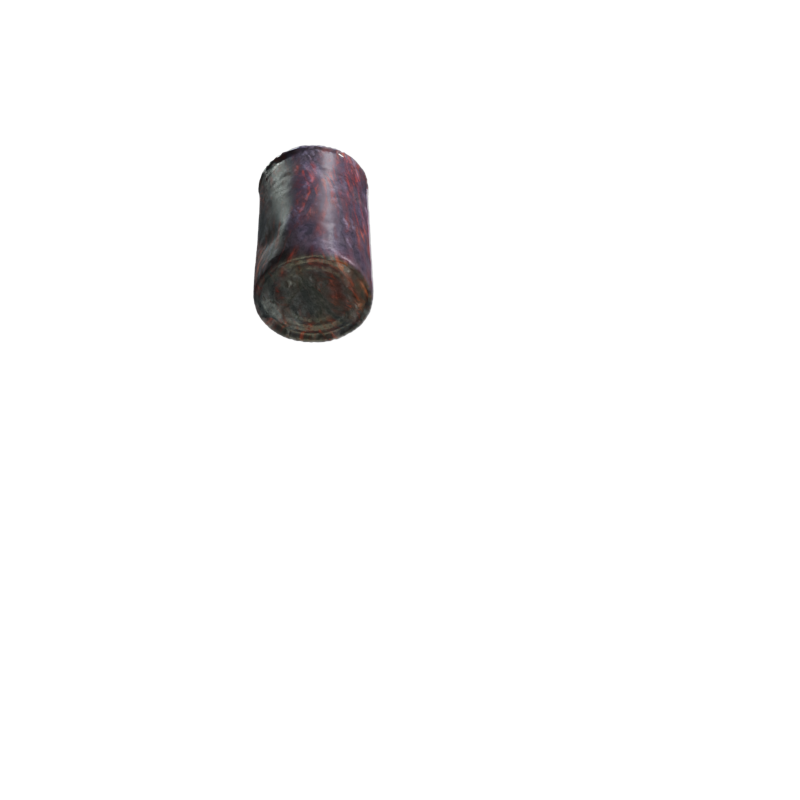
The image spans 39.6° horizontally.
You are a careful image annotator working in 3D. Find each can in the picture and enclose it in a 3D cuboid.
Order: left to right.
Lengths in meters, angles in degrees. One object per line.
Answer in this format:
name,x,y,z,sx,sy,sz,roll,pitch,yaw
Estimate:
can,-0.050,-0.092,0.644,0.068,0.064,0.110,-1,43,-3
